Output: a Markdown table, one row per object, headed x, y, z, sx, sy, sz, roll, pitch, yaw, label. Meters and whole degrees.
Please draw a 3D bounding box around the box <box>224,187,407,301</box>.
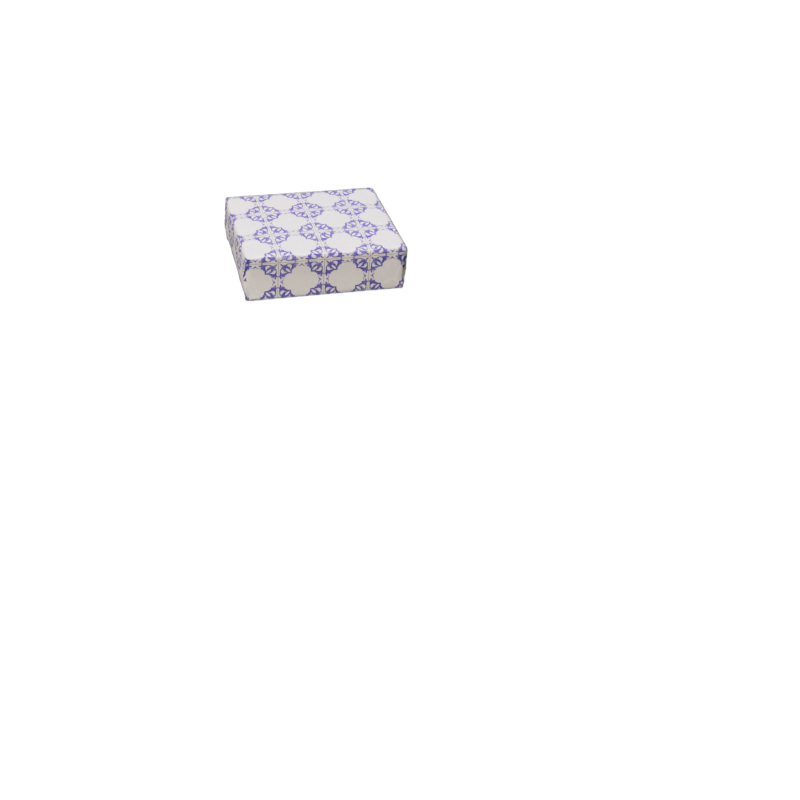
| x | y | z | sx | sy | sz | roll | pitch | yaw | label |
| --- | --- | --- | --- | --- | --- | --- | --- | --- | --- |
| -0.061 | -0.110 | 0.772 | 0.112 | 0.036 | 0.097 | -8 | 35 | -12 | box |
